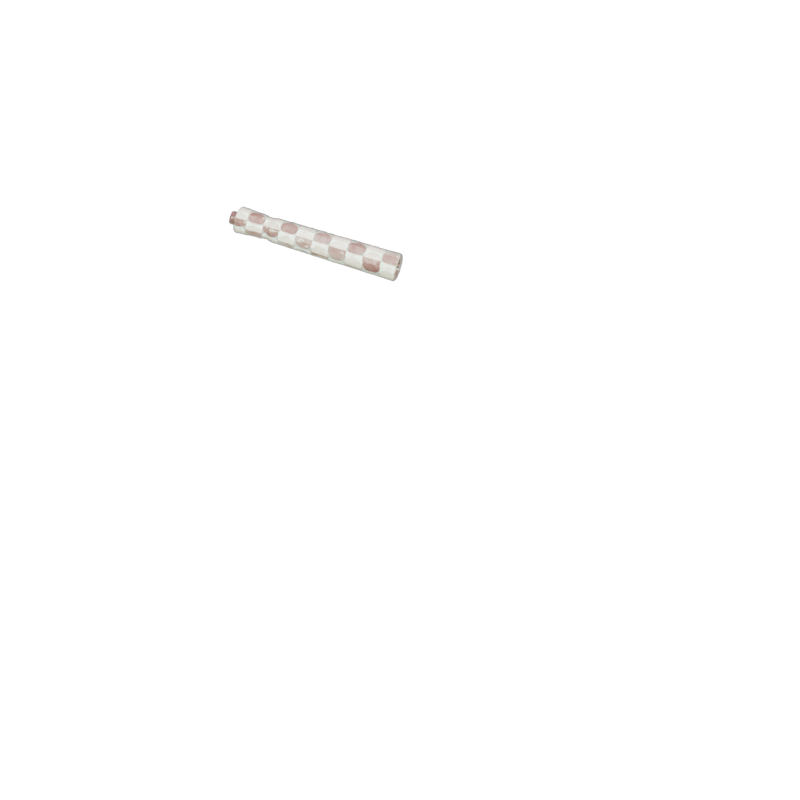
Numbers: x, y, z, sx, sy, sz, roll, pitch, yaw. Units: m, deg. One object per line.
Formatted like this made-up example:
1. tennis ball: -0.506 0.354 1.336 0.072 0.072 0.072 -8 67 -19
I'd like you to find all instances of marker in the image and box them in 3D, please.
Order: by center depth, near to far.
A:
1. marker: -0.058 -0.106 0.741 0.124 0.019 0.019 19 8 15
